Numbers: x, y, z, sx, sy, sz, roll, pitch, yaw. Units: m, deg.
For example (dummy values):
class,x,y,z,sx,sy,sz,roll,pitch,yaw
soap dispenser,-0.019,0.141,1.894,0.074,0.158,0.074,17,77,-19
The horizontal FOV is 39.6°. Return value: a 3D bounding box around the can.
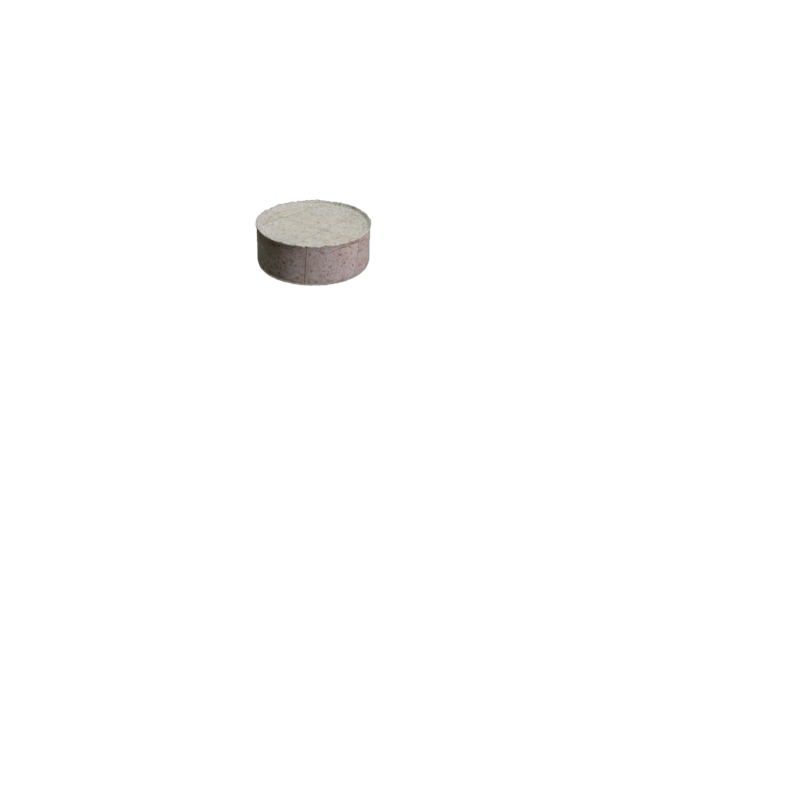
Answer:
class,x,y,z,sx,sy,sz,roll,pitch,yaw
can,-0.065,-0.118,0.827,0.086,0.032,0.091,-1,30,-2
